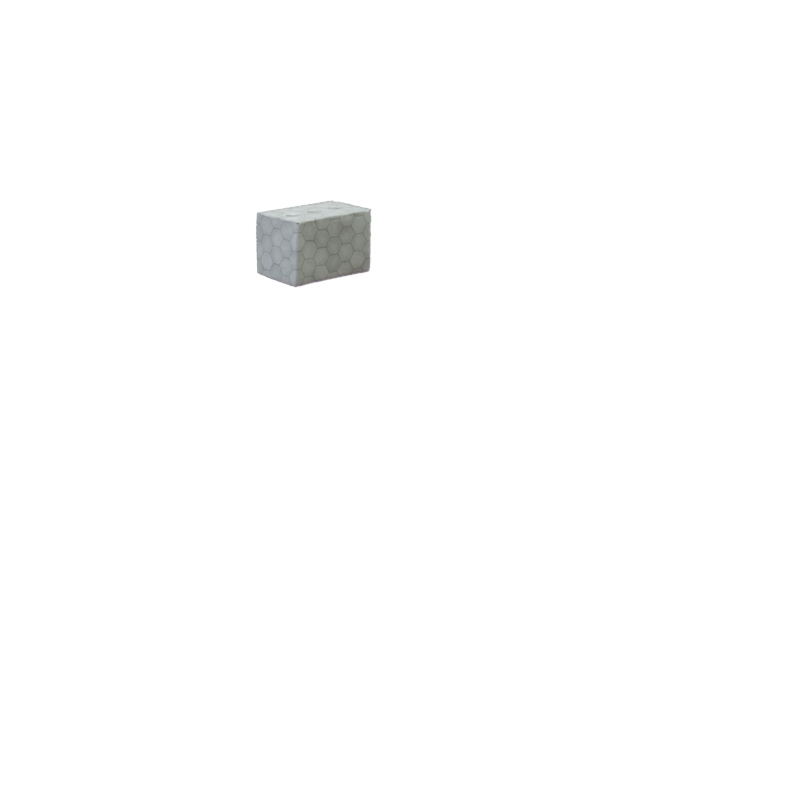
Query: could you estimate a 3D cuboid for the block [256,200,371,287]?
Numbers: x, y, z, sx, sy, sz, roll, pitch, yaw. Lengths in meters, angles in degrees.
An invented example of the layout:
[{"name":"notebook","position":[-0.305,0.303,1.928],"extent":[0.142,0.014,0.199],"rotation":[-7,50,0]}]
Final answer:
[{"name":"block","position":[-0.068,-0.125,0.872],"extent":[0.076,0.049,0.056],"rotation":[-16,24,-40]}]
